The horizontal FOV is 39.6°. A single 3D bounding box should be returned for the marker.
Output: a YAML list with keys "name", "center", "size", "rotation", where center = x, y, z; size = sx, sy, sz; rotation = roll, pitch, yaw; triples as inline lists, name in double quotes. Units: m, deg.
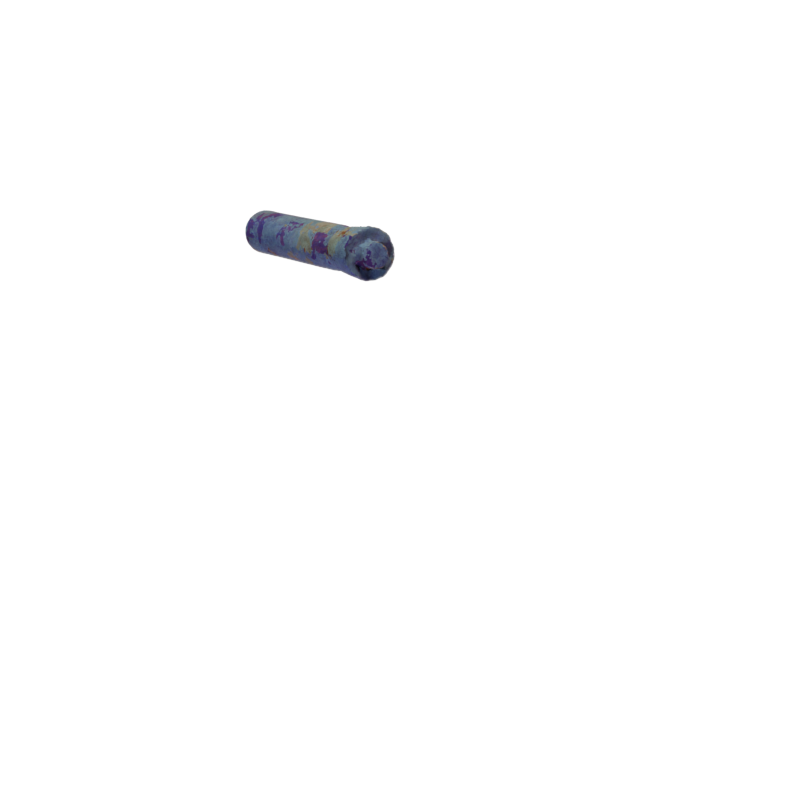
- name: "marker"
  center: [-0.033, -0.061, 0.428]
  size: [0.019, 0.019, 0.126]
  rotation: [-2, 12, -24]
